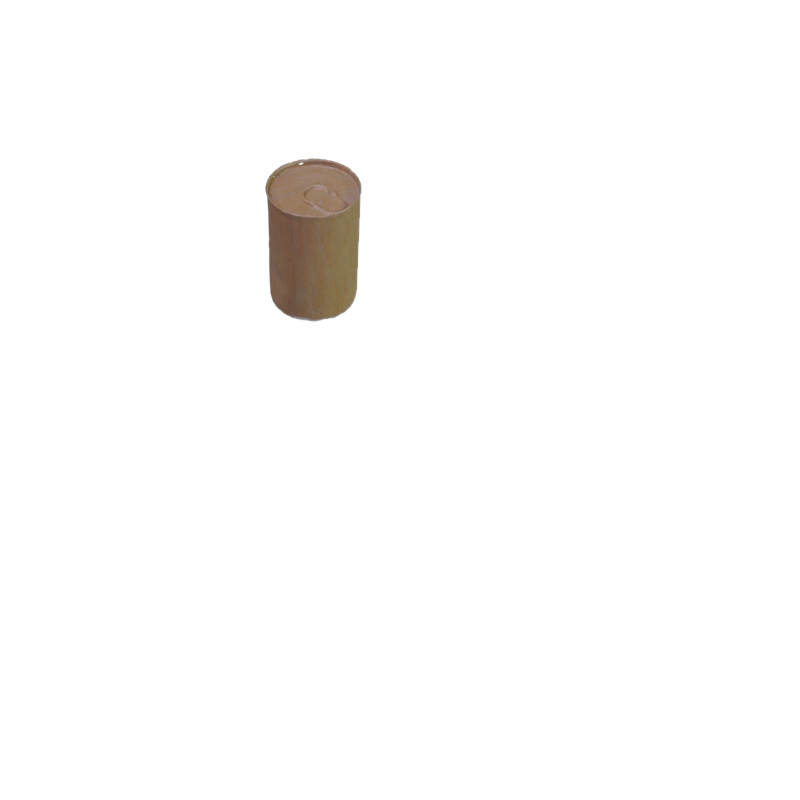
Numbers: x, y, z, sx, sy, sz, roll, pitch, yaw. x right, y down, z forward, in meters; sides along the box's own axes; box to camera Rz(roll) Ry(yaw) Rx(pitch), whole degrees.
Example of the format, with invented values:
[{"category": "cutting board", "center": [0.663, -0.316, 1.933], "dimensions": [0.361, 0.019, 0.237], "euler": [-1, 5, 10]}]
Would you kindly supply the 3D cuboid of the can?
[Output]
[{"category": "can", "center": [-0.064, -0.116, 0.812], "dimensions": [0.068, 0.095, 0.074], "euler": [0, 44, -3]}]
